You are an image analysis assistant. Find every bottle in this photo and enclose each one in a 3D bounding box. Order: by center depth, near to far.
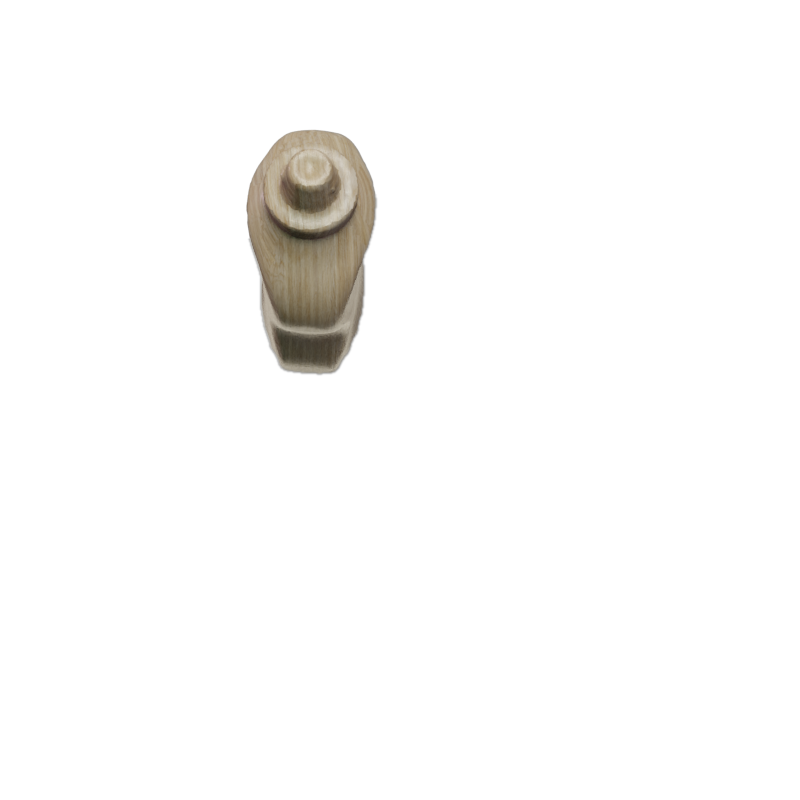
[{"bbox_3d":[-0.043,-0.077,0.540,0.058,0.099,0.185,5,-12,-3],"label":"bottle"}]
